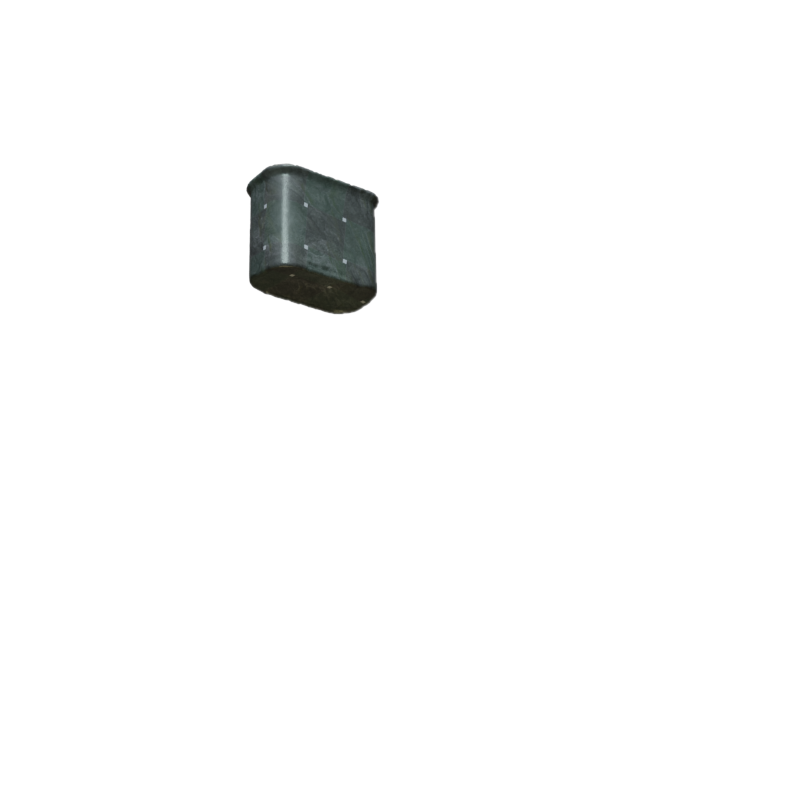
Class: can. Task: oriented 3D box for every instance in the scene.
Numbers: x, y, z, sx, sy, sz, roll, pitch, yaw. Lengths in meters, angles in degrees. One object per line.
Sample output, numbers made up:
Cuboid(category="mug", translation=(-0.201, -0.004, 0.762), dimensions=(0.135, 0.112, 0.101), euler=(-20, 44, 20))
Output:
Cuboid(category="can", translation=(-0.065, -0.119, 0.832), dimensions=(0.097, 0.089, 0.057), euler=(15, -30, -32))
